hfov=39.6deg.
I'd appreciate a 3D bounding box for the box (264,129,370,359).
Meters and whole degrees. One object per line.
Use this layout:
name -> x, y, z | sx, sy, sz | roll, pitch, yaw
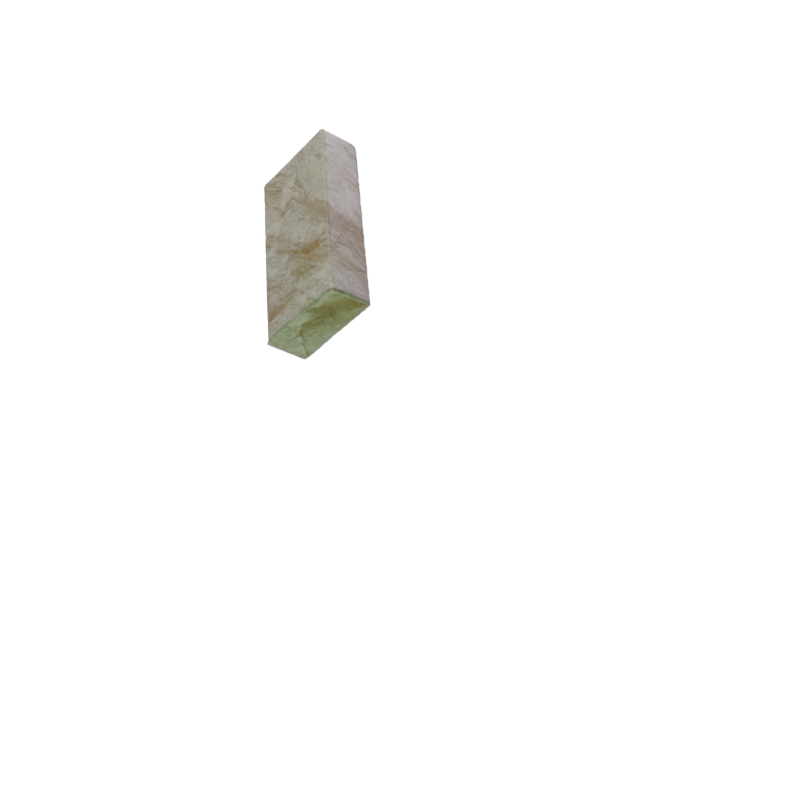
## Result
box -> -0.073, -0.133, 0.932 | 0.045, 0.189, 0.092 | 25, -45, -31
